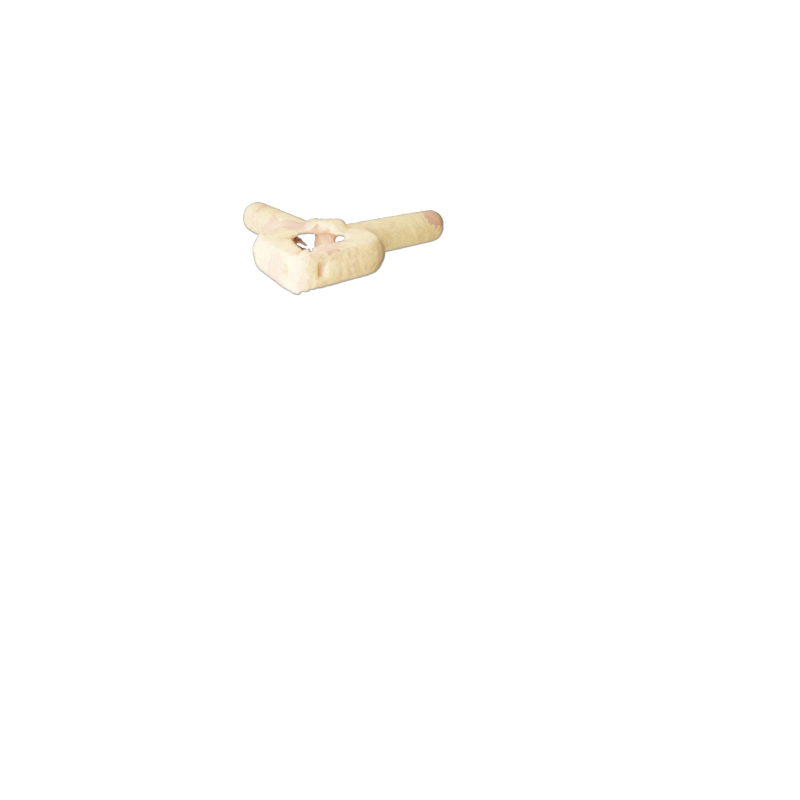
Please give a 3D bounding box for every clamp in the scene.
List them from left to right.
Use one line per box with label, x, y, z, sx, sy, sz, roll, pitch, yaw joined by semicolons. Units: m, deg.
clamp;-0.065;-0.119;0.831;0.168;0.035;0.213;5;20;13
